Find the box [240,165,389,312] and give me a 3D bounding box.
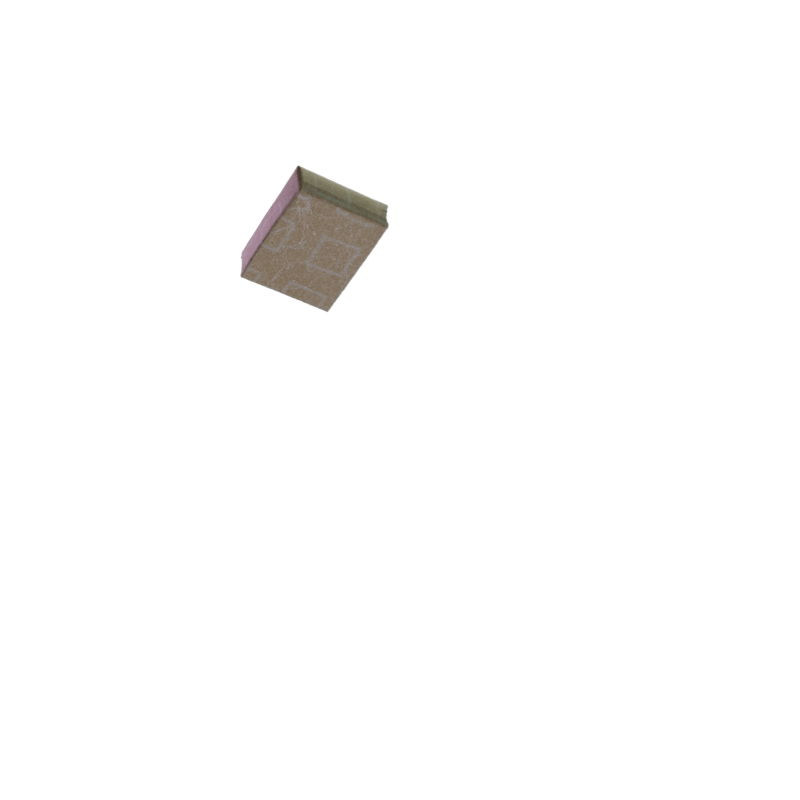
[{"bbox_3d":[-0.076,-0.138,0.965,0.086,0.042,0.110,23,-50,-21],"label":"box"}]
